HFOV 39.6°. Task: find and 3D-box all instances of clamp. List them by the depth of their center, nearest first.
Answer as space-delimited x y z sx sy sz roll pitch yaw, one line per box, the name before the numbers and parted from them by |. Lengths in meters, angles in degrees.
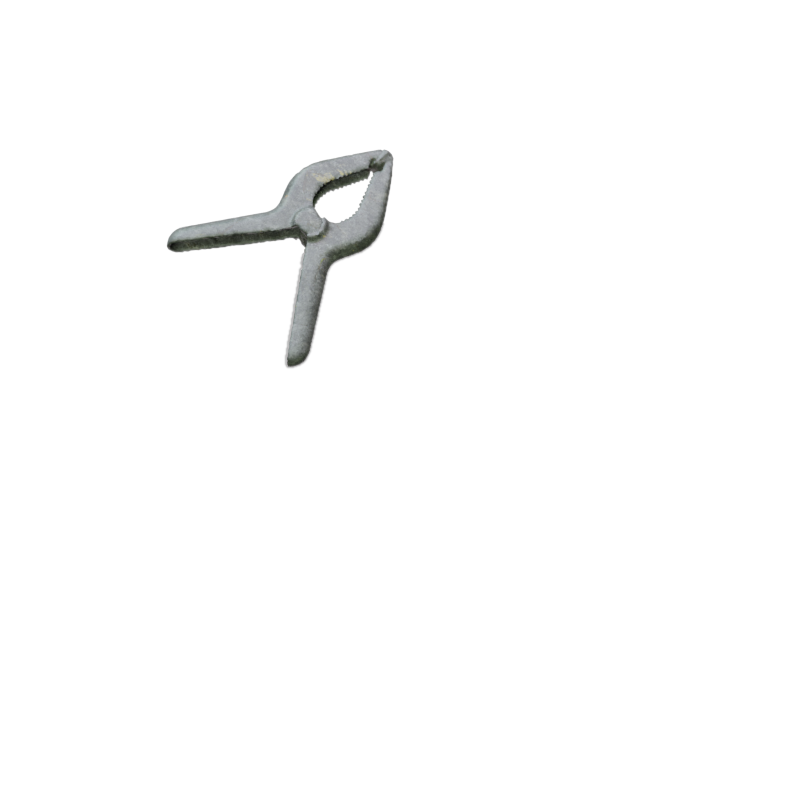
clamp | -0.076 -0.139 0.977 0.211 0.172 0.035 -37 -17 -13
